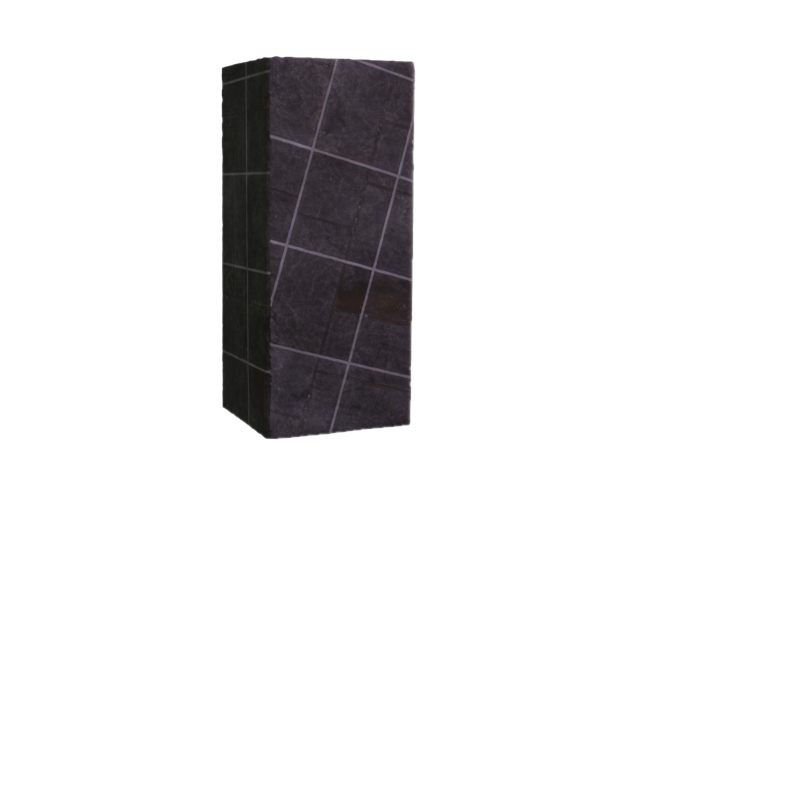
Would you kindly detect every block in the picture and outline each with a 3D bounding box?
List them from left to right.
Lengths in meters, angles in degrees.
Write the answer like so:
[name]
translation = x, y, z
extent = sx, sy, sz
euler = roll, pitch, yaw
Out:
[block]
translation = -0.050, -0.092, 0.646
extent = 0.088, 0.204, 0.094
euler = -2, 6, -24
